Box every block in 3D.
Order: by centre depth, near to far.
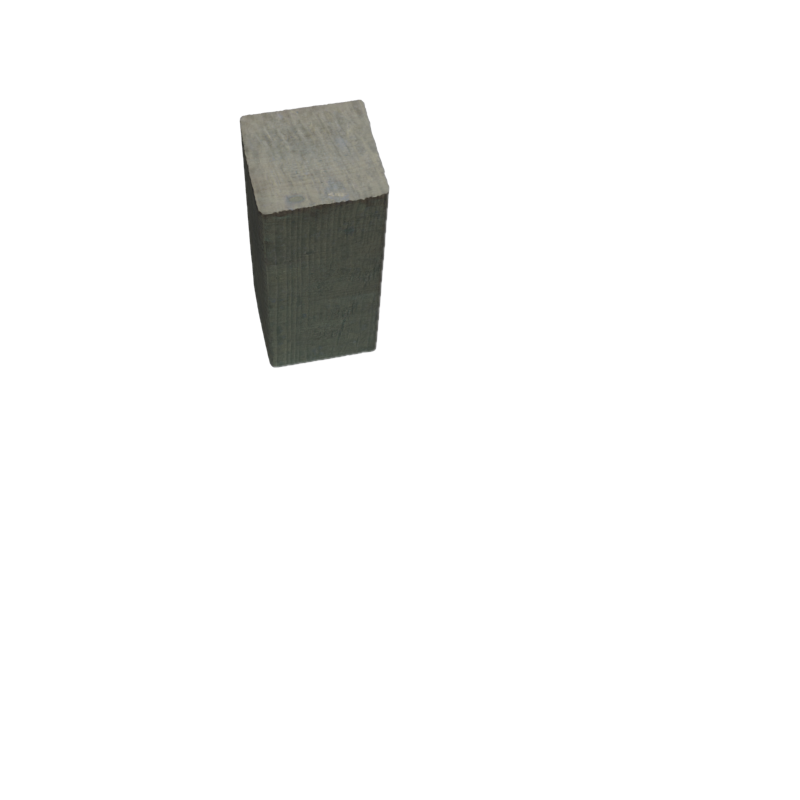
[{"bbox_3d":[-0.065,-0.118,0.832,0.090,0.097,0.193,-9,-30,-9],"label":"block"}]
